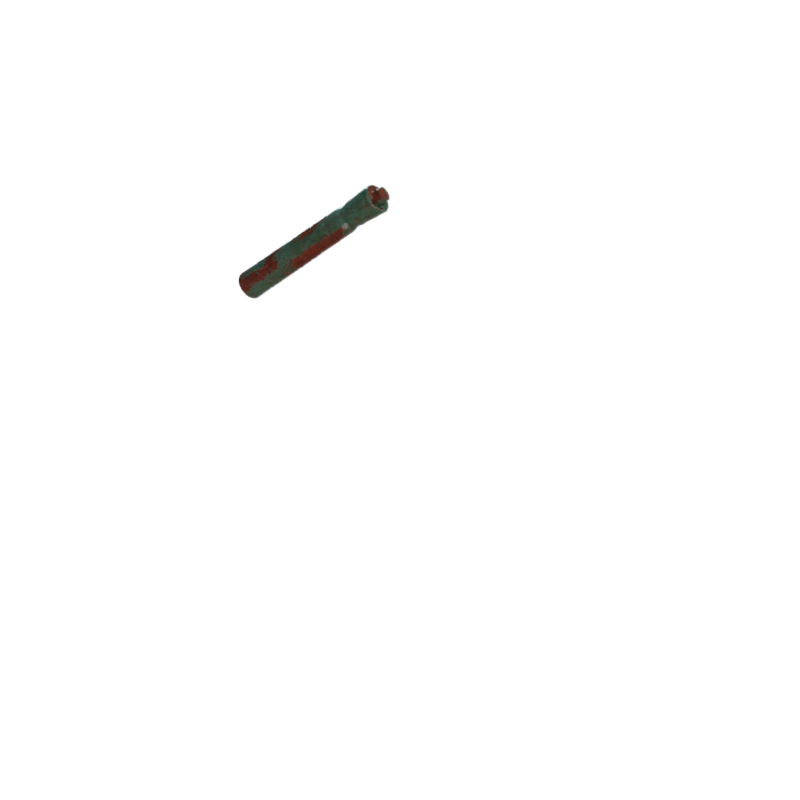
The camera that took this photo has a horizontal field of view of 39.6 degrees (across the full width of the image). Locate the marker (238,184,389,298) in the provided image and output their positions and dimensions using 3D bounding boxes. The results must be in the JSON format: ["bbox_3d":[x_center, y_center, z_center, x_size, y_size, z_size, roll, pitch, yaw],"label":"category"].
[{"bbox_3d":[-0.053,-0.097,0.679,0.120,0.021,0.019,-28,-14,34],"label":"marker"}]
